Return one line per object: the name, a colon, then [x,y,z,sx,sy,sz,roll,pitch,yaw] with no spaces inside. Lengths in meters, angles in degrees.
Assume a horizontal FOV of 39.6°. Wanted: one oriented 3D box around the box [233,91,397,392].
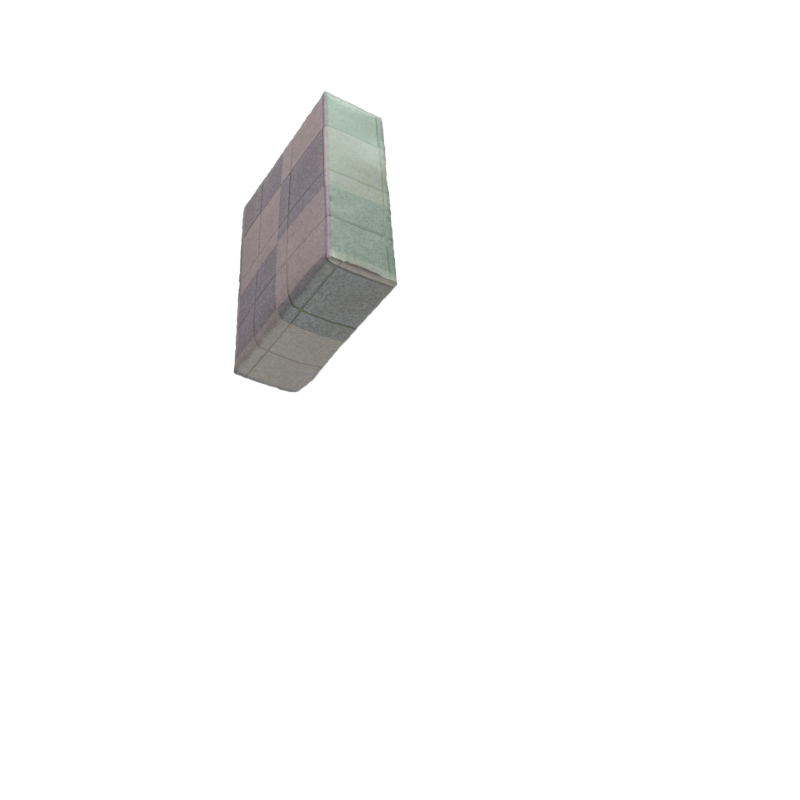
box: [-0.076,-0.139,0.972,0.069,0.230,0.160,22,-48,-25]
